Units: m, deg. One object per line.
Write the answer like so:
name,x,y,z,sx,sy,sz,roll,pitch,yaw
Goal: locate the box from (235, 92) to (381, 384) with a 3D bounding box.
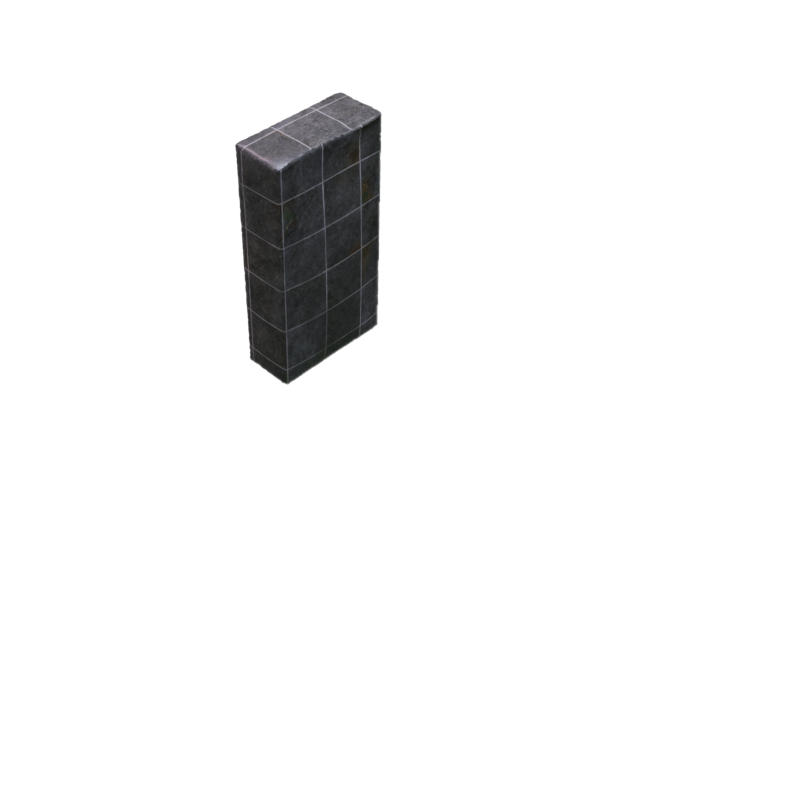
box,-0.057,-0.104,0.730,0.051,0.164,0.094,34,51,29
